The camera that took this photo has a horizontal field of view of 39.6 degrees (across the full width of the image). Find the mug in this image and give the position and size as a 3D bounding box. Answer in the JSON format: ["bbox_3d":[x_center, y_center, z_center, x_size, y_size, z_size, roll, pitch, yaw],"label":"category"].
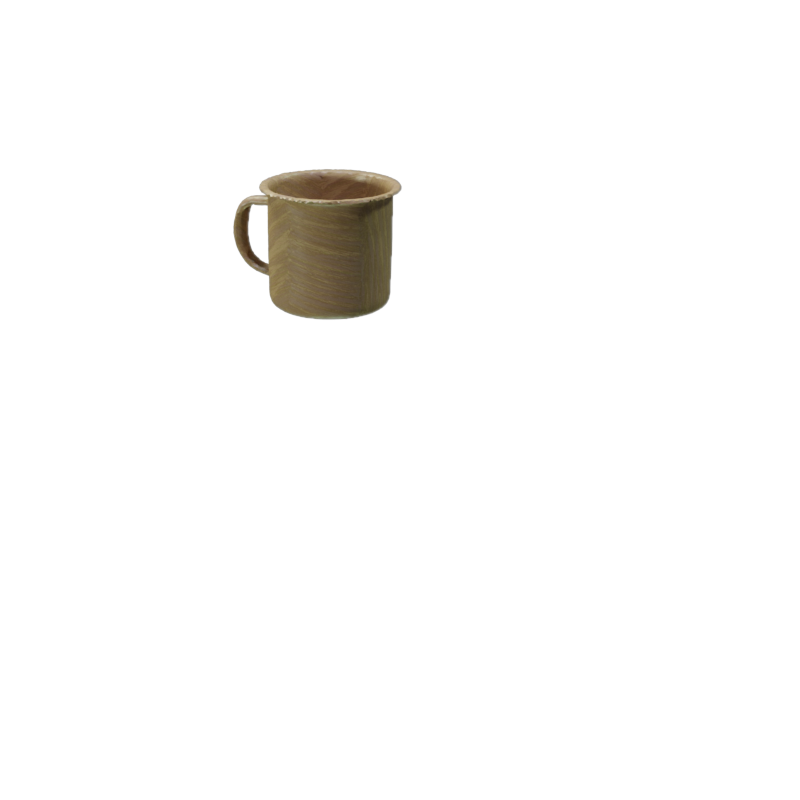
[{"bbox_3d":[-0.058,-0.105,0.737,0.121,0.078,0.094,8,22,19],"label":"mug"}]
